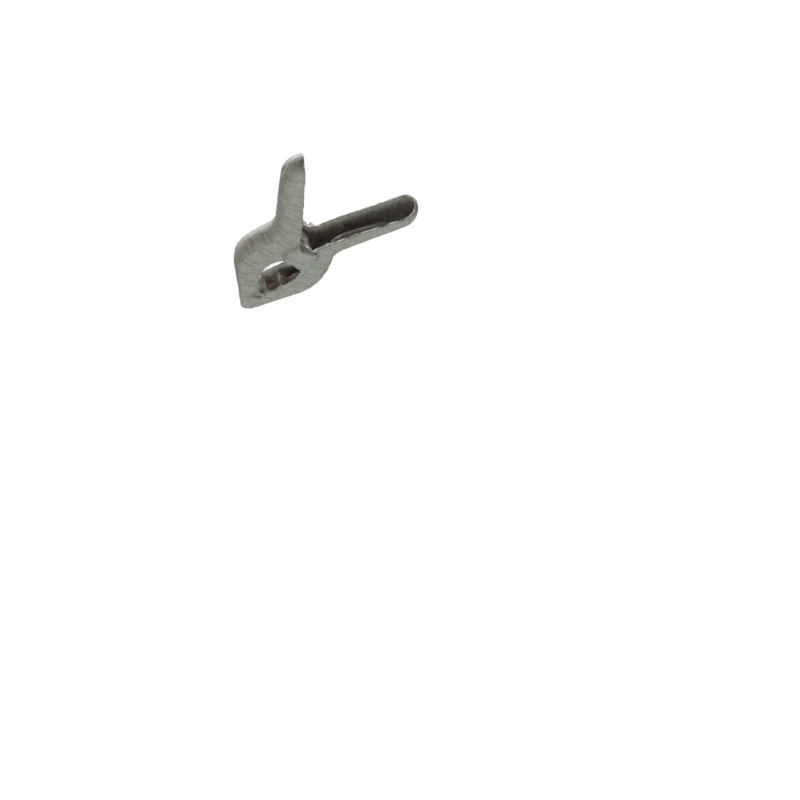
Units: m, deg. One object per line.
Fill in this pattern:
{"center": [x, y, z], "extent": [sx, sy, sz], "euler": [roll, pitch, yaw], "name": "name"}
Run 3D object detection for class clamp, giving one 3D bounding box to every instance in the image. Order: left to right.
{"center": [-0.069, -0.125, 0.879], "extent": [0.115, 0.042, 0.167], "euler": [16, -36, -24], "name": "clamp"}
